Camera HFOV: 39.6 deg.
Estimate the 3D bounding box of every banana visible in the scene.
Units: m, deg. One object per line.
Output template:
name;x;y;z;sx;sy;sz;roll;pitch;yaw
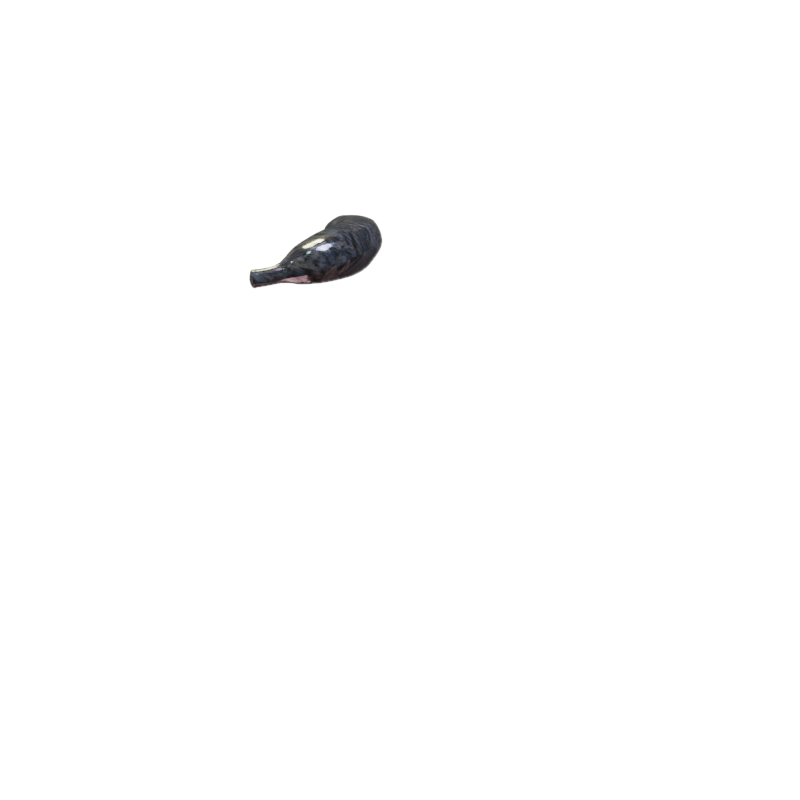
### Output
banana;-0.047;-0.115;0.817;0.071;0.036;0.199;3;16;13
